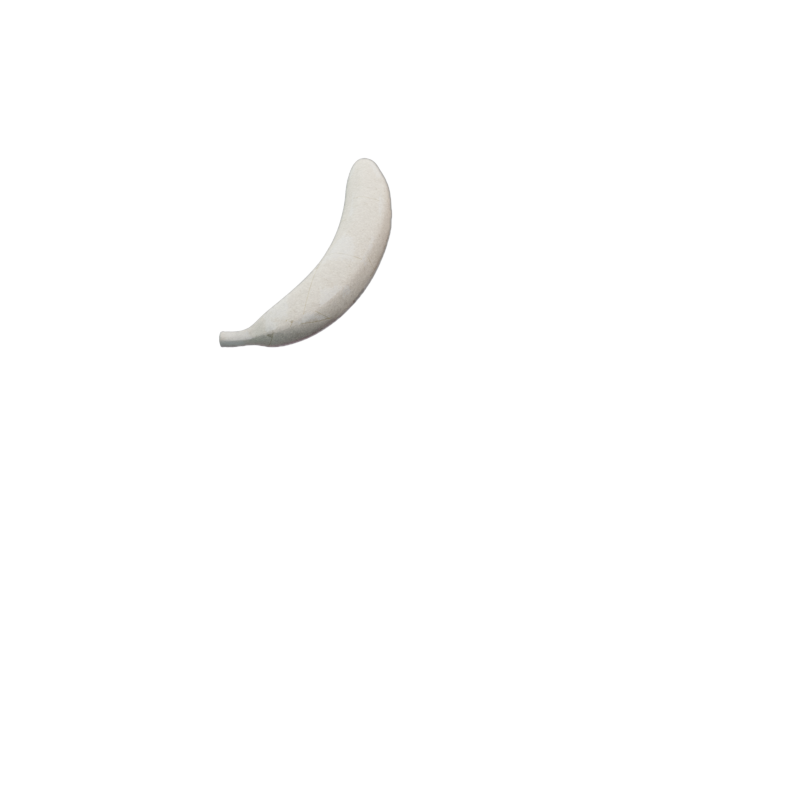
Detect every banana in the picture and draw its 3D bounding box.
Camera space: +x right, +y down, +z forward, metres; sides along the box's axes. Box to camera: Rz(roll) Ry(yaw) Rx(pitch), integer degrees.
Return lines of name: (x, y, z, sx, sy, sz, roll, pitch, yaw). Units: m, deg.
banana: (-0.048, -0.102, 0.786, 0.072, 0.204, 0.034, 24, -34, 16)
